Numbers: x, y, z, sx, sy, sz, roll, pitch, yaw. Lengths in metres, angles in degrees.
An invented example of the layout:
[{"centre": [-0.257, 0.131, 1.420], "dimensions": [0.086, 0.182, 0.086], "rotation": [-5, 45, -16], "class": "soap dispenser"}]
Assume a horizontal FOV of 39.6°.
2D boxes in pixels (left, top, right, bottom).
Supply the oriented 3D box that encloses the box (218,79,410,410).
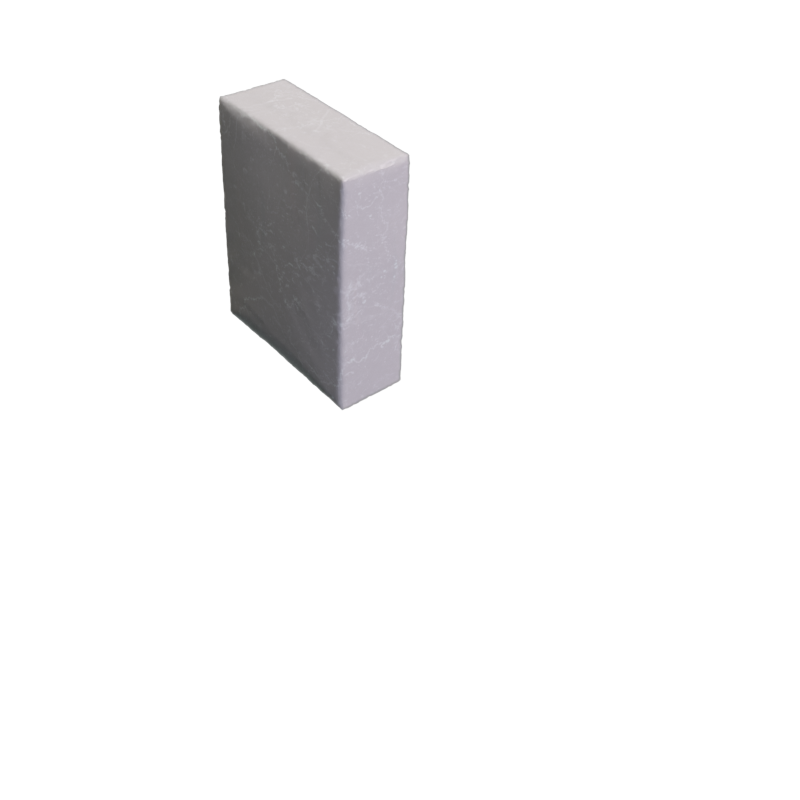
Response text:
[{"centre": [-0.069, -0.126, 0.883], "dimensions": [0.071, 0.200, 0.177], "rotation": [-23, 43, -30], "class": "box"}]
